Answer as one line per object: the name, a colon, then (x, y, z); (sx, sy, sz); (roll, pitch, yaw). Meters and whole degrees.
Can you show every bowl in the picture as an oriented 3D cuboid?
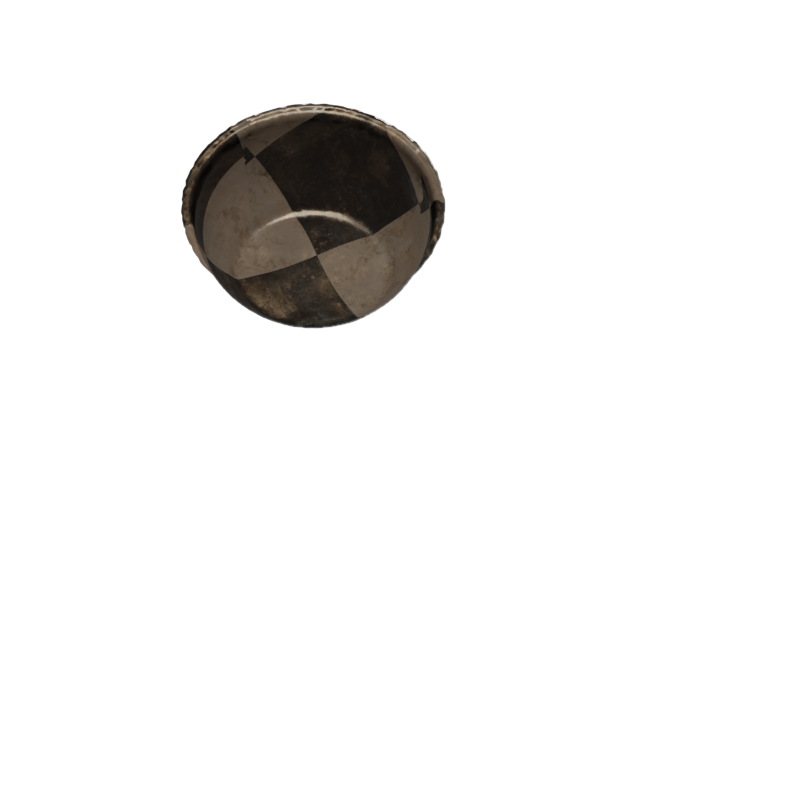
bowl: (-0.052, -0.094, 0.660); (0.162, 0.151, 0.059); (1, 44, -1)
